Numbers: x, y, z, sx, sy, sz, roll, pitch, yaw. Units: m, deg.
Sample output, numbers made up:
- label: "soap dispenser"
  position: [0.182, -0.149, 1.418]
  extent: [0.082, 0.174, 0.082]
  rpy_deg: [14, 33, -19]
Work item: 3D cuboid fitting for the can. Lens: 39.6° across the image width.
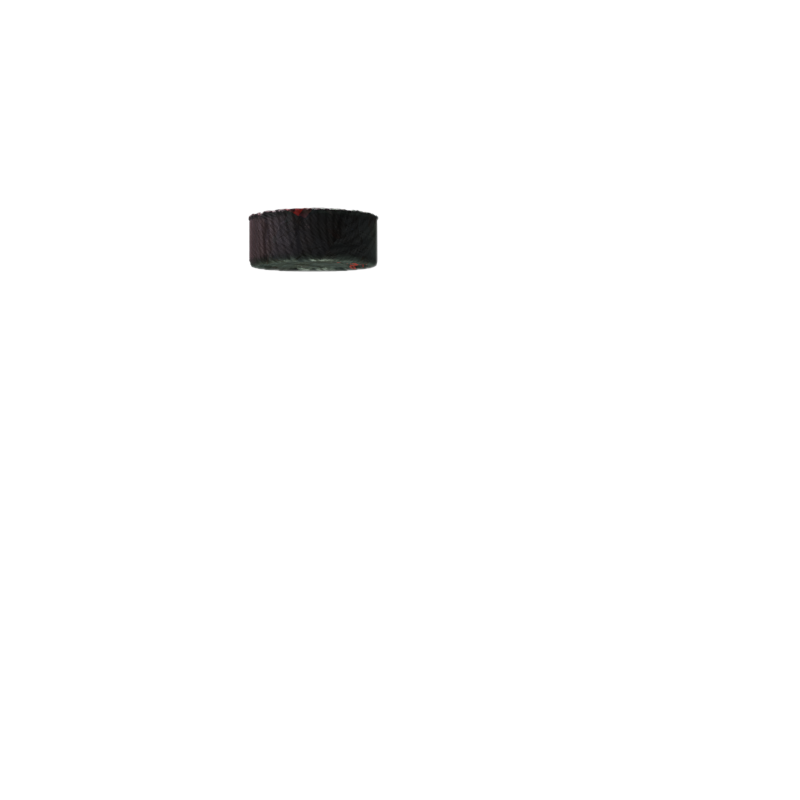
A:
- label: "can"
  position: [-0.057, -0.104, 0.730]
  extent: [0.086, 0.034, 0.085]
  rpy_deg: [0, 1, -2]
